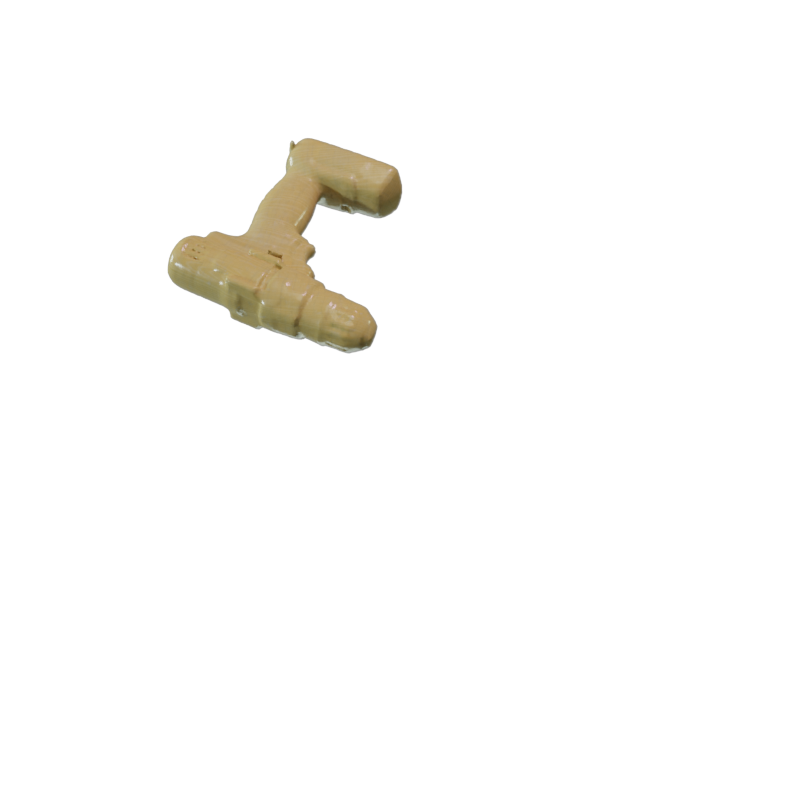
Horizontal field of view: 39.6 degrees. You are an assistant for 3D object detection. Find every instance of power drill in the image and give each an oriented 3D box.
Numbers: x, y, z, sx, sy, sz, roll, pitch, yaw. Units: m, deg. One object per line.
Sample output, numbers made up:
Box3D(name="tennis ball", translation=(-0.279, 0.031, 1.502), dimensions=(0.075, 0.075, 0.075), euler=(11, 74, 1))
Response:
Box3D(name="power drill", translation=(-0.072, -0.131, 0.920), dimensions=(0.192, 0.053, 0.194), euler=(22, 52, 18))
